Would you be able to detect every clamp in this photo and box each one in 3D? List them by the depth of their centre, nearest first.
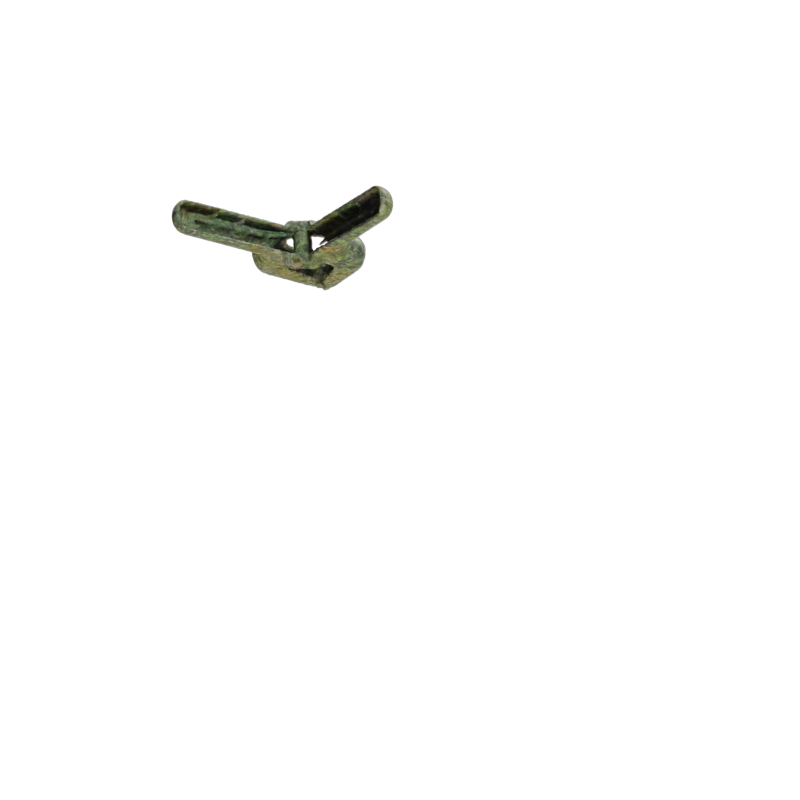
[{"bbox_3d":[-0.070,-0.128,0.893,0.167,0.037,0.200,-2,-9,14],"label":"clamp"}]
